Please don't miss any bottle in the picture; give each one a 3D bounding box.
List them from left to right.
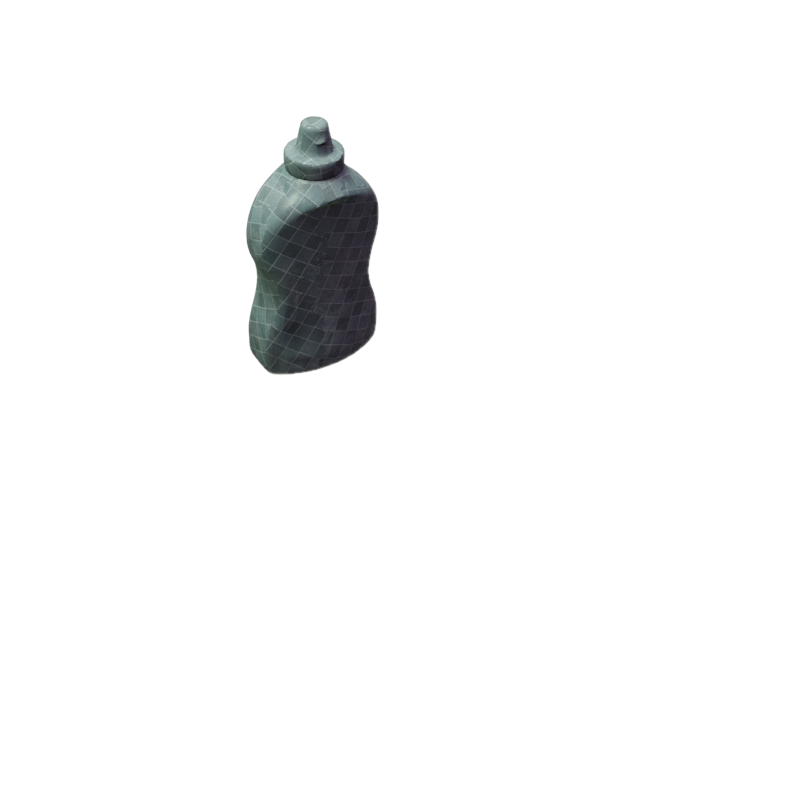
[{"bbox_3d":[-0.061,-0.111,0.780,0.095,0.179,0.063,-18,42,-25],"label":"bottle"}]
